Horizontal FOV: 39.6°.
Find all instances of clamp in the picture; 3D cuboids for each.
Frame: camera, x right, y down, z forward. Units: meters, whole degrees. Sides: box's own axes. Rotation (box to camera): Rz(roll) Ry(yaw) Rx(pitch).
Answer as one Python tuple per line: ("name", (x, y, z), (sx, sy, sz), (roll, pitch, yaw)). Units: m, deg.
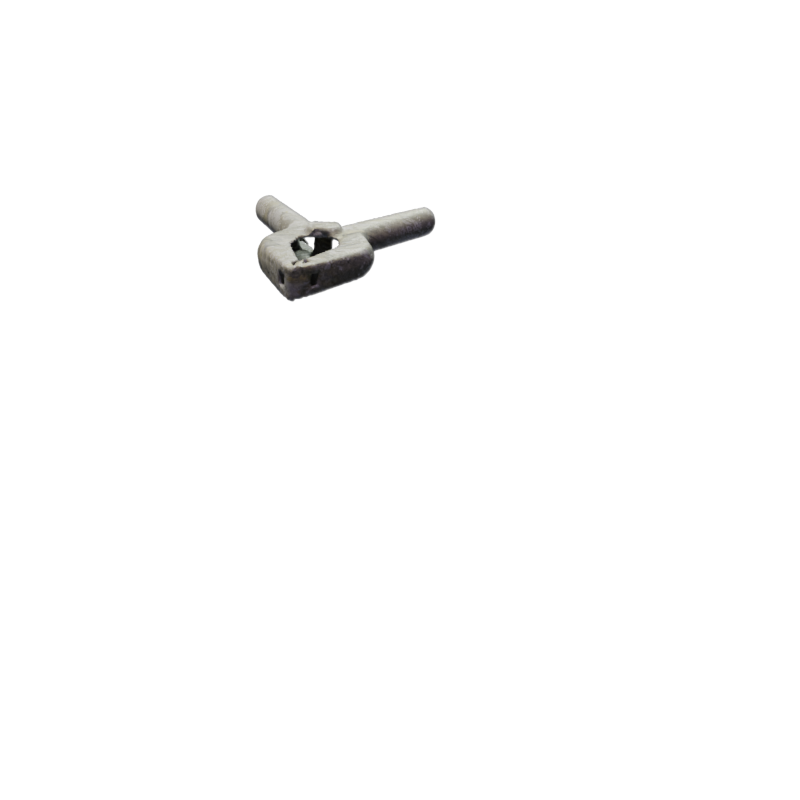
("clamp", (-0.073, -0.133, 0.933), (0.169, 0.035, 0.215), (7, 26, 15))
